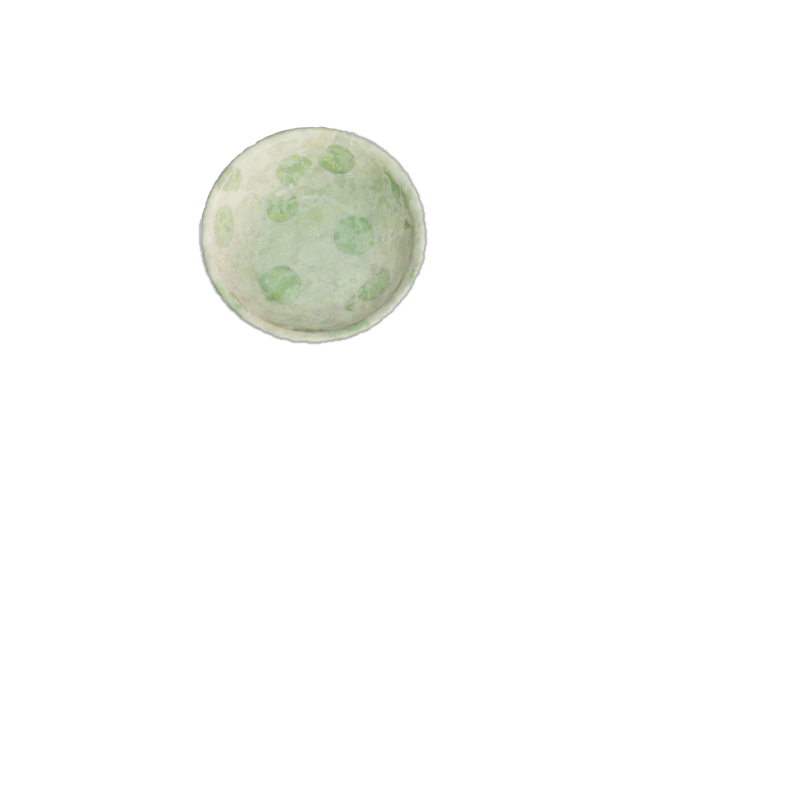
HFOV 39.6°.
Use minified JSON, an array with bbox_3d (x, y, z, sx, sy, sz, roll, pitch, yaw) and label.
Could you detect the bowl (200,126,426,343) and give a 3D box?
[{"bbox_3d":[-0.064,-0.116,0.814,0.162,0.168,0.053,-1,-15,-1],"label":"bowl"}]
